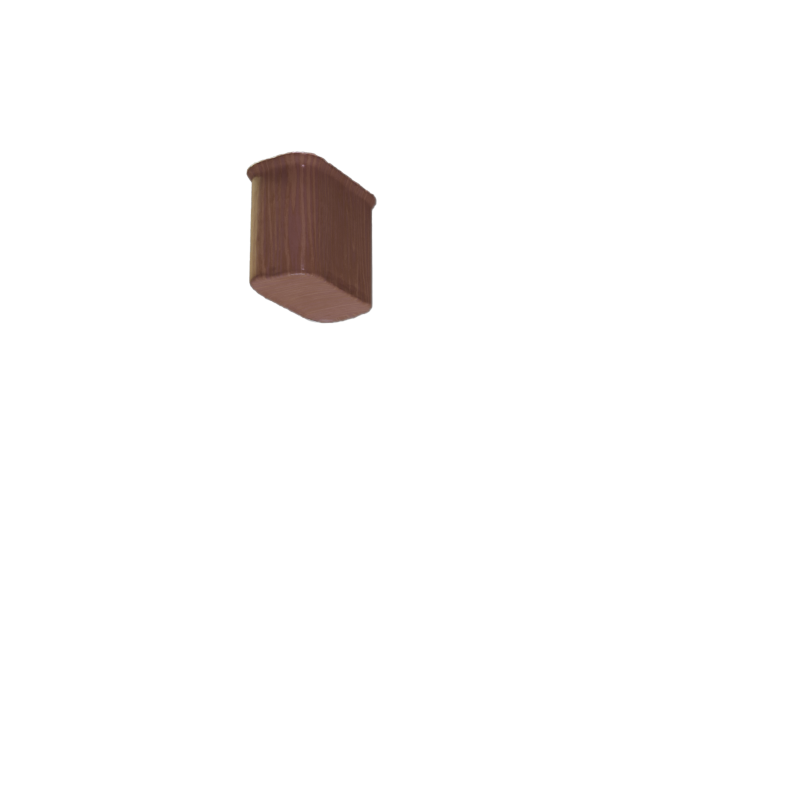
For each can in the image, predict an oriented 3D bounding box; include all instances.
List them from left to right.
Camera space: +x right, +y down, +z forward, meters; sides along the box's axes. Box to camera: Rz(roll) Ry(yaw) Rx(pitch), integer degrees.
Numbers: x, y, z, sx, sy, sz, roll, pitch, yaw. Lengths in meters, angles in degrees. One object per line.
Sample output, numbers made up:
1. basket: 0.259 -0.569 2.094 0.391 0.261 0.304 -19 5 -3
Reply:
1. can: -0.058 -0.106 0.742 0.058 0.088 0.095 -12 -22 28
